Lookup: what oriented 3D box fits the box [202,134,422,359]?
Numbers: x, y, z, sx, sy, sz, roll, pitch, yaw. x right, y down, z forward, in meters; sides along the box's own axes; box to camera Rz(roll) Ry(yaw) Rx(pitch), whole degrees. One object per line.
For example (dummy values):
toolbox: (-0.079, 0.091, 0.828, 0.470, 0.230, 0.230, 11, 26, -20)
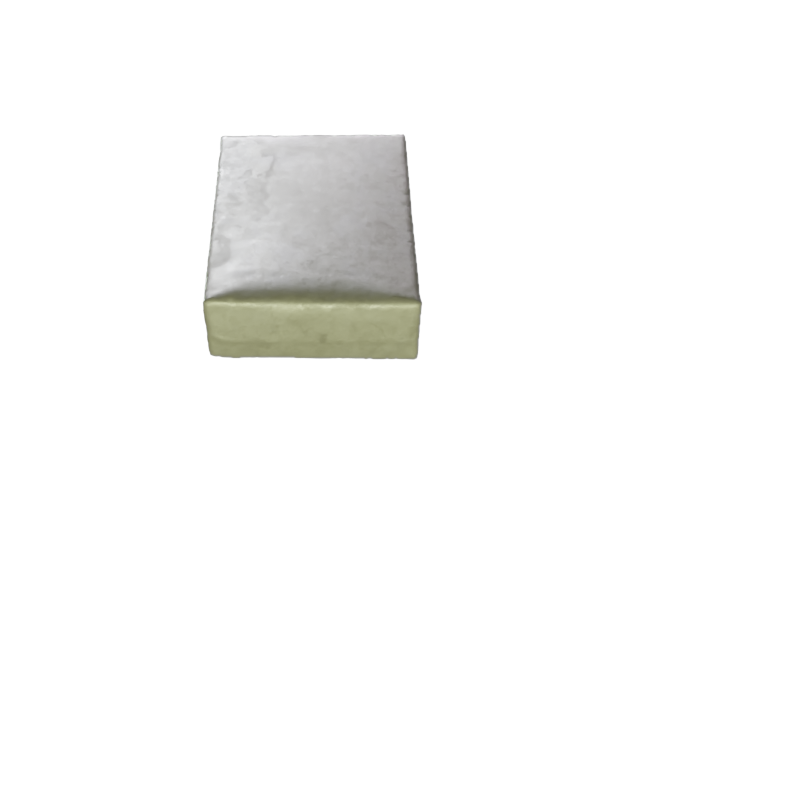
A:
box: (-0.072, -0.130, 0.913, 0.164, 0.067, 0.230, -1, 45, -2)
